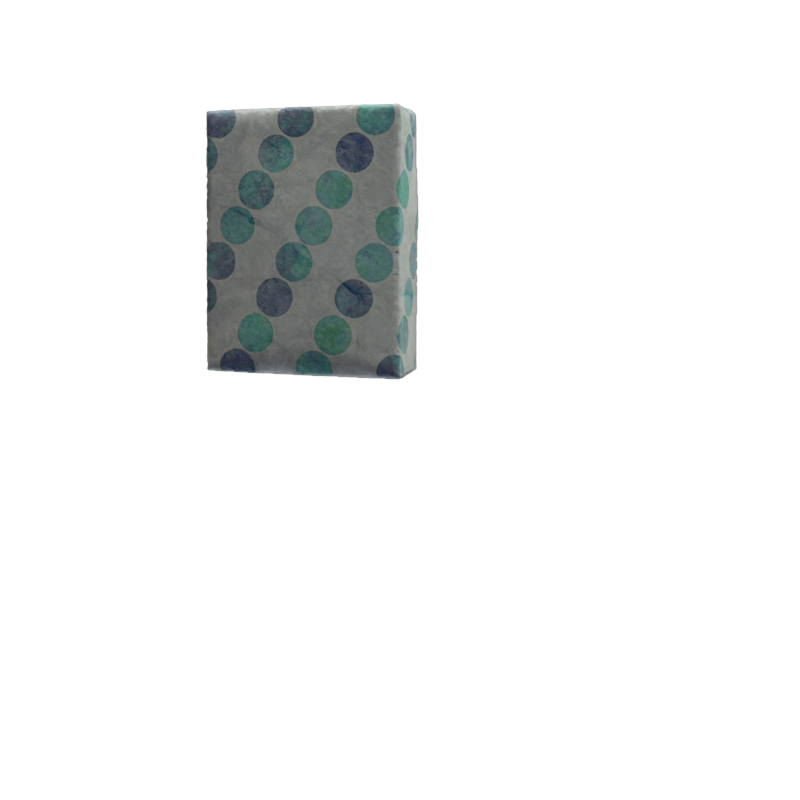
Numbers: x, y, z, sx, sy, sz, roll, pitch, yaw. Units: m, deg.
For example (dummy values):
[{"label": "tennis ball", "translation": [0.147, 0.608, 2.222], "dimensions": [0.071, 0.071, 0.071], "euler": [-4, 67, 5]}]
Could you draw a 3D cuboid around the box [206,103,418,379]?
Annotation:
[{"label": "box", "translation": [-0.071, -0.129, 0.904], "dimensions": [0.168, 0.213, 0.070], "euler": [1, 2, 16]}]
